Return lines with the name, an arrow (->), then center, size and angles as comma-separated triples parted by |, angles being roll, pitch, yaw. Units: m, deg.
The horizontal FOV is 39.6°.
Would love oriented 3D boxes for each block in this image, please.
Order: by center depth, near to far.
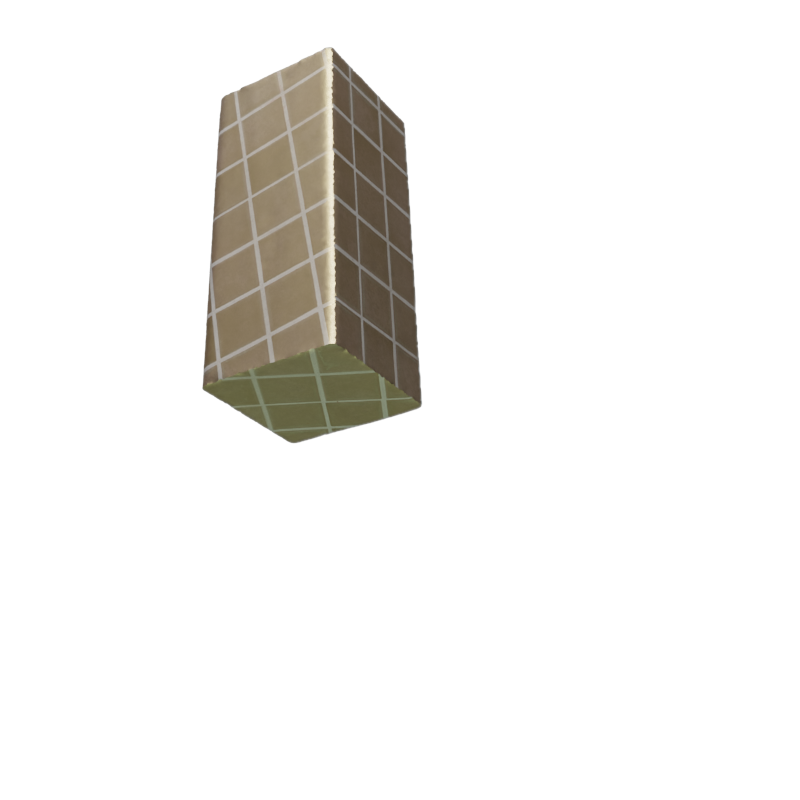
block -> -0.052, -0.094, 0.659 | 0.091, 0.220, 0.084 | -20, -36, 26
